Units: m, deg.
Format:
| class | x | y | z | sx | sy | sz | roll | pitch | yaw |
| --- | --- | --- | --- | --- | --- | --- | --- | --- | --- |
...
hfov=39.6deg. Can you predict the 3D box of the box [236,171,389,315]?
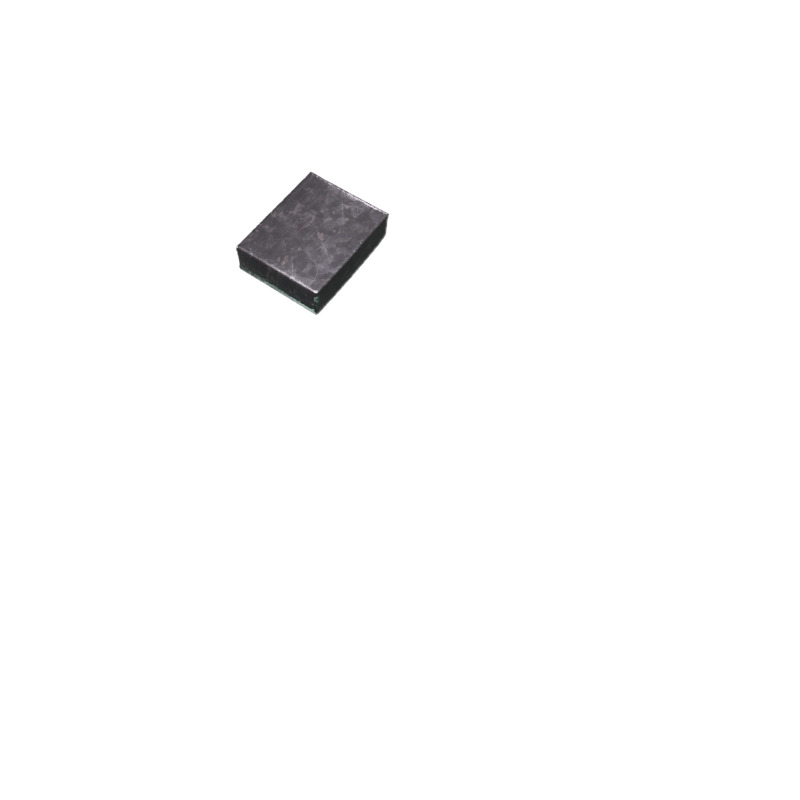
| class | x | y | z | sx | sy | sz | roll | pitch | yaw |
| --- | --- | --- | --- | --- | --- | --- | --- | --- | --- |
| box | -0.078 | -0.142 | 0.995 | 0.094 | 0.116 | 0.036 | 30 | -31 | 19 |
